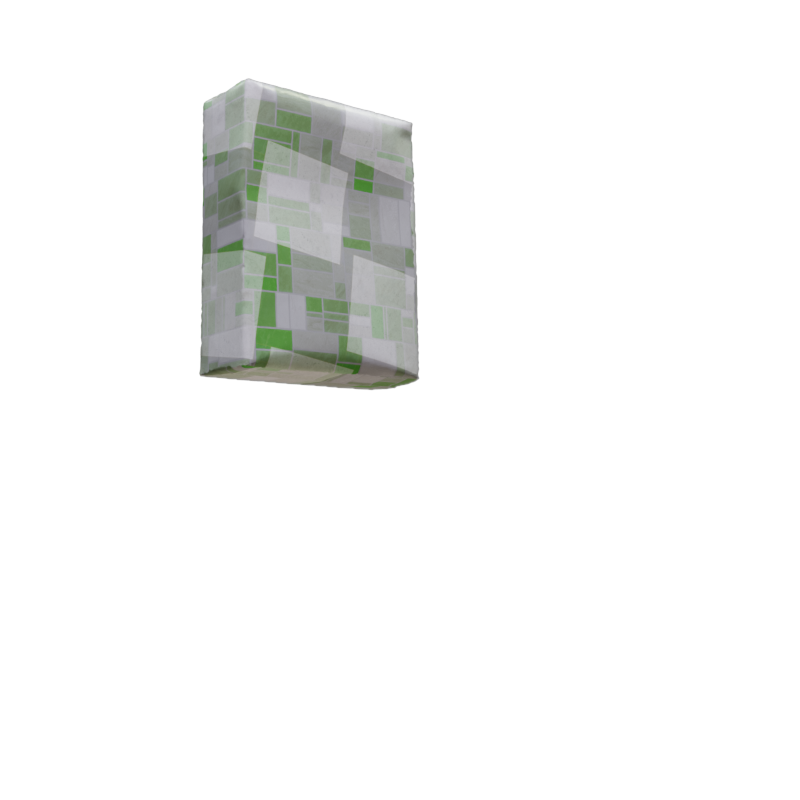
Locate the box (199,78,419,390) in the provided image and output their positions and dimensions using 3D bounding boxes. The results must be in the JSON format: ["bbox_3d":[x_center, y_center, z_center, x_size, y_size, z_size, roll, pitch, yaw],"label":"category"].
[{"bbox_3d":[-0.066,-0.120,0.844,0.156,0.221,0.073,8,-15,-37],"label":"box"}]
